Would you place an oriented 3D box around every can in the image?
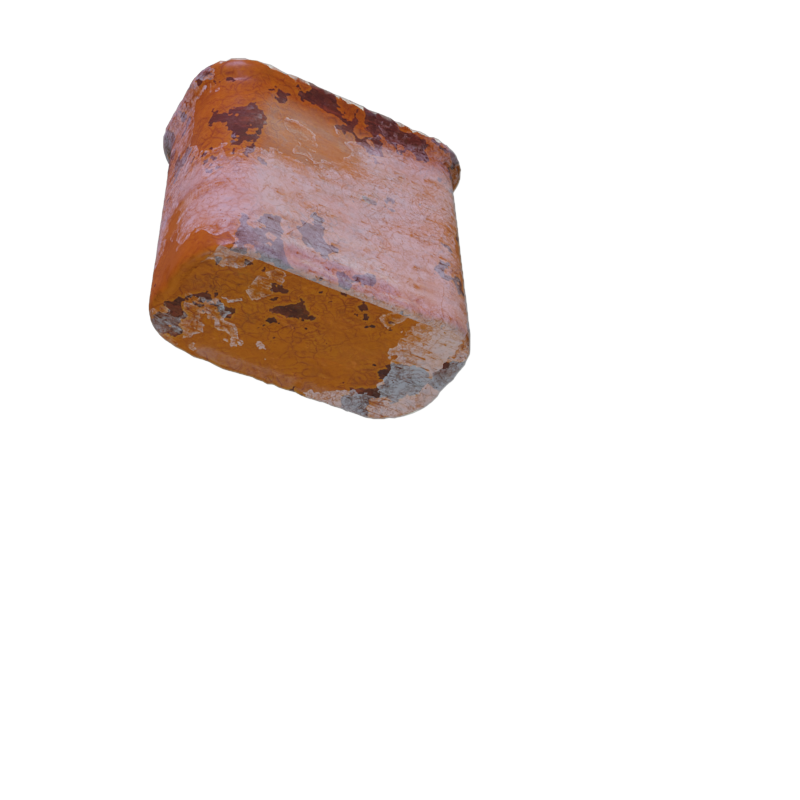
[{"bbox_3d":[-0.028,-0.051,0.357,0.098,0.090,0.056,19,-46,-22],"label":"can"}]
